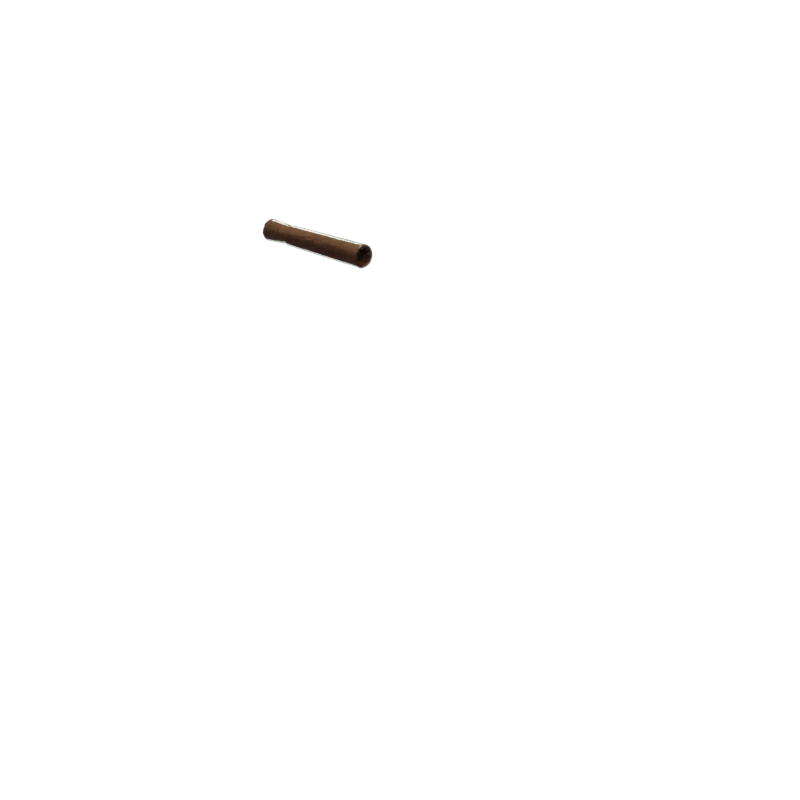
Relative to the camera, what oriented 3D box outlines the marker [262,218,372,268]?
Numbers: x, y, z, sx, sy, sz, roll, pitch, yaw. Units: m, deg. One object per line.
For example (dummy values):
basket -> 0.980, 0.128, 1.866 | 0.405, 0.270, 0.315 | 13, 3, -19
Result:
marker -> -0.070, -0.128, 0.894 | 0.019, 0.019, 0.128 | -4, 18, -42
